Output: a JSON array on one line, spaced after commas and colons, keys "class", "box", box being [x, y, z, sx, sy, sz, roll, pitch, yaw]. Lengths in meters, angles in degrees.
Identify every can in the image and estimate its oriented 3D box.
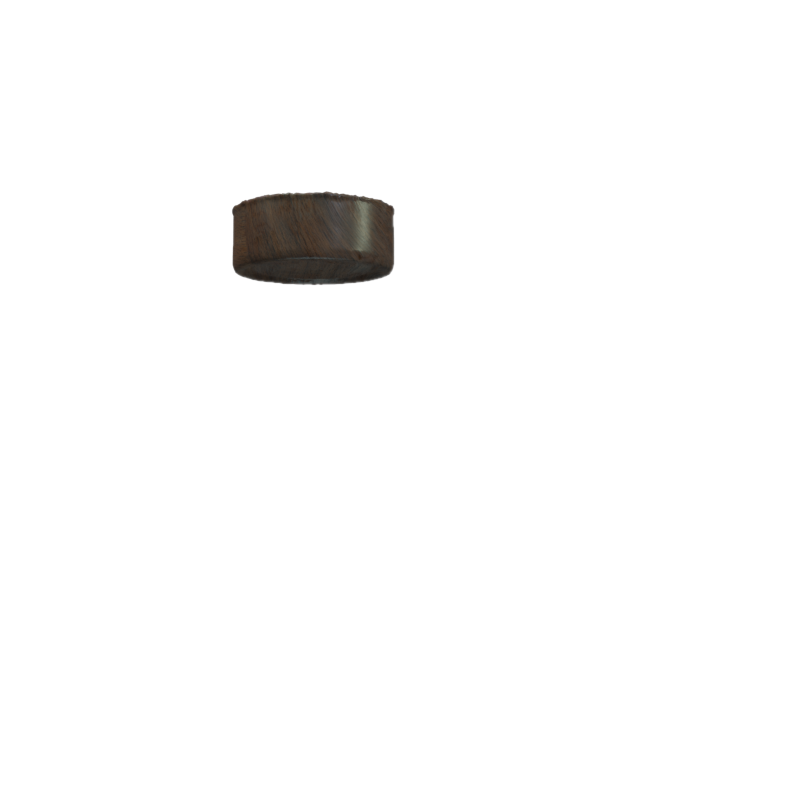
[{"class": "can", "box": [-0.045, -0.083, 0.581, 0.086, 0.034, 0.084, 0, -4, -2]}]
